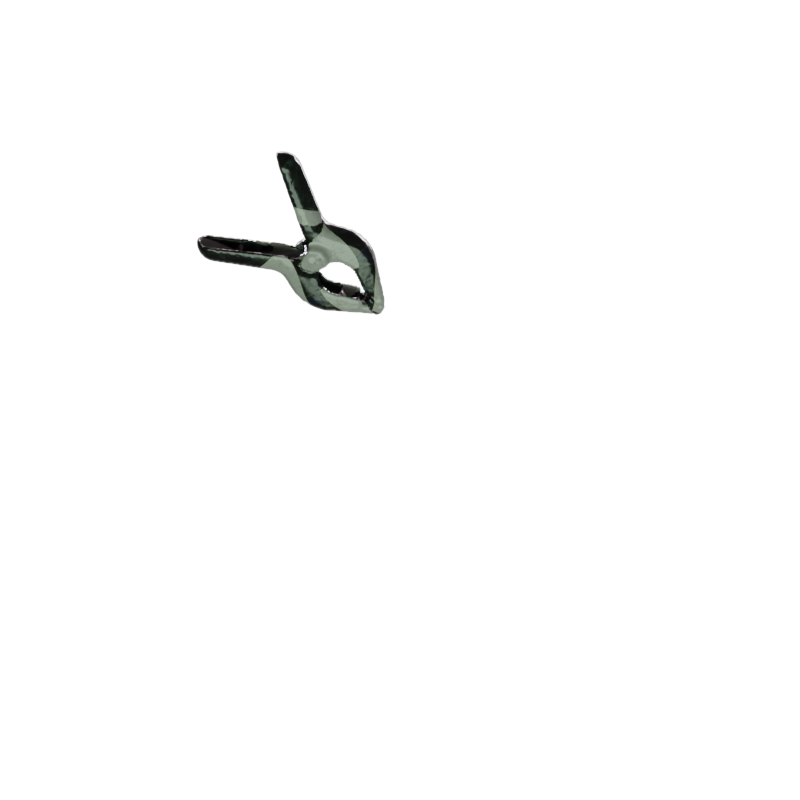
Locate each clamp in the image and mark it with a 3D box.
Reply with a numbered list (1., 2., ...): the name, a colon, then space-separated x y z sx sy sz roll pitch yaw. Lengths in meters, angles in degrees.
1. clamp: -0.075 -0.136 0.956 0.165 0.117 0.042 26 34 -20
